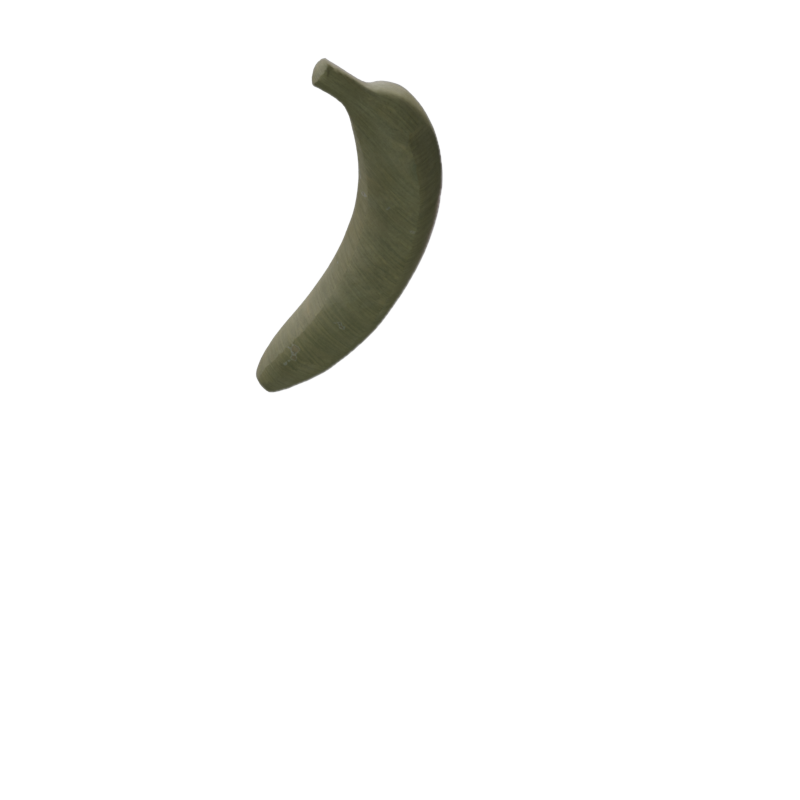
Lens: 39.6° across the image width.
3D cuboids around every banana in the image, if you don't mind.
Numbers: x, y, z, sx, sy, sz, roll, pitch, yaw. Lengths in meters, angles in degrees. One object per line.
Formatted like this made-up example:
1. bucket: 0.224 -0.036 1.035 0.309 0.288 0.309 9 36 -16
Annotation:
1. banana: -0.021 -0.074 0.513 0.069 0.186 0.039 8 43 -9
